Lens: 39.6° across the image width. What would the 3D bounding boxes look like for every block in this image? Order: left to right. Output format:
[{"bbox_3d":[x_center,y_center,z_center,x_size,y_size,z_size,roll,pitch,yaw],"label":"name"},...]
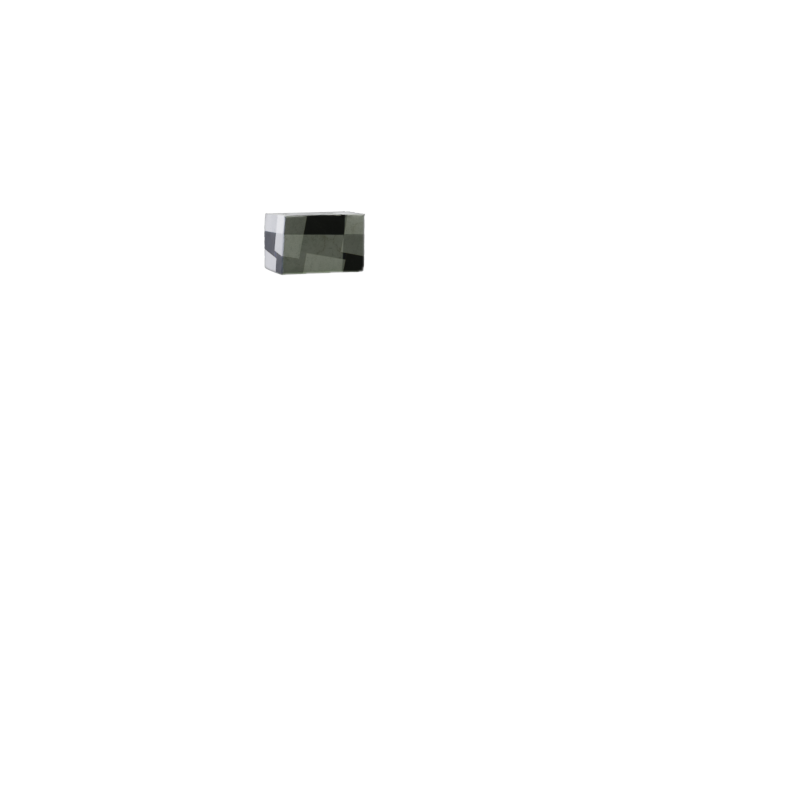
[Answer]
[{"bbox_3d":[-0.077,-0.140,0.977,0.076,0.050,0.055,-4,10,-23],"label":"block"}]
